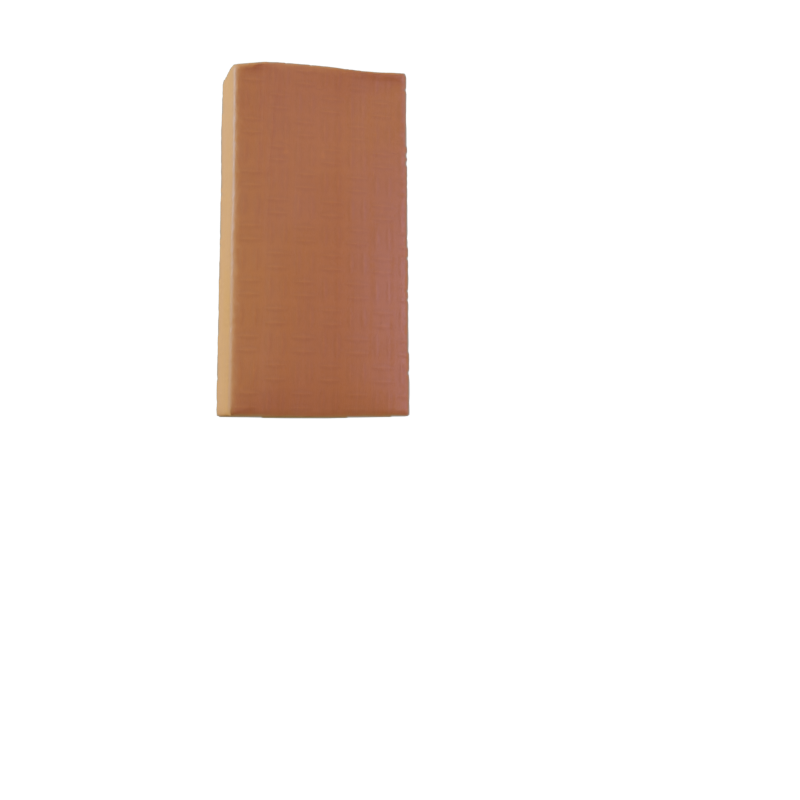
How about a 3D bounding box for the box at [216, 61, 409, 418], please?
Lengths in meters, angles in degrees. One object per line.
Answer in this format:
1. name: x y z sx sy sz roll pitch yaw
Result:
1. box: -0.044 -0.080 0.562 0.091 0.179 0.048 1 -7 -14
